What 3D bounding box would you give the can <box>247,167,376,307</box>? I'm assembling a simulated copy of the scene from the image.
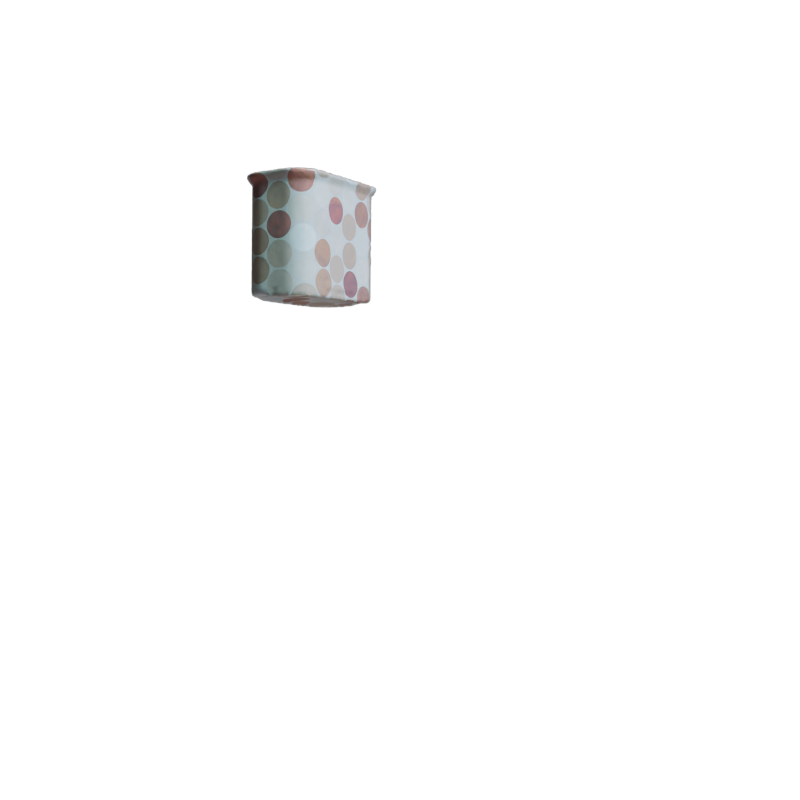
[{"bbox_3d":[-0.060,-0.109,0.761,0.059,0.085,0.098,-3,-4,30],"label":"can"}]
